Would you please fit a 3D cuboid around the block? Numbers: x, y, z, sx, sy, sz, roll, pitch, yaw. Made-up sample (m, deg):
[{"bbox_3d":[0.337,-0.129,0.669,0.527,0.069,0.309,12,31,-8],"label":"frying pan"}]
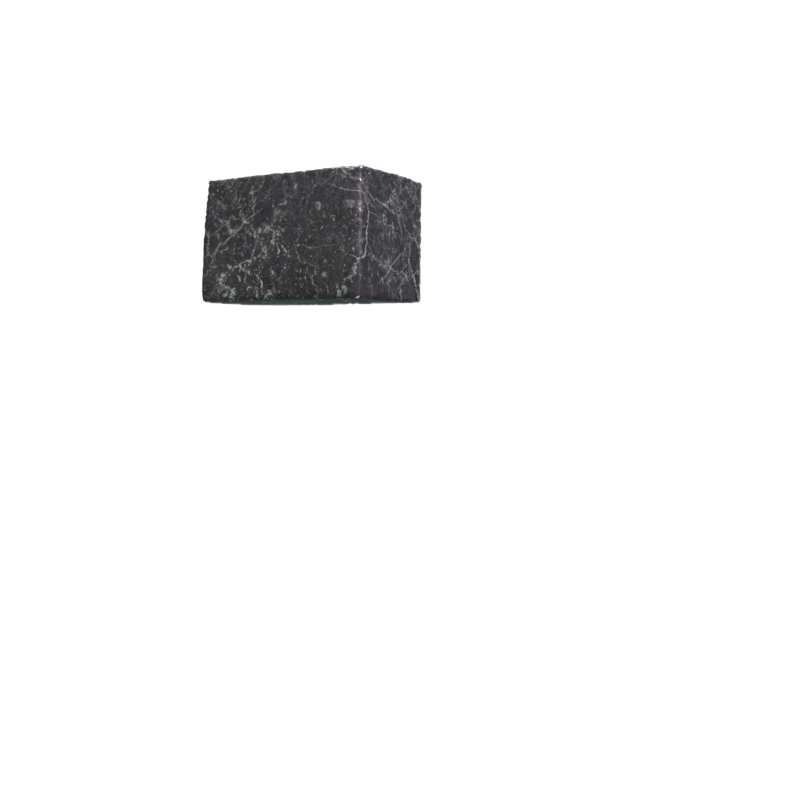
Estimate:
[{"bbox_3d":[-0.036,-0.066,0.462,0.080,0.052,0.051,0,-1,31],"label":"block"}]
